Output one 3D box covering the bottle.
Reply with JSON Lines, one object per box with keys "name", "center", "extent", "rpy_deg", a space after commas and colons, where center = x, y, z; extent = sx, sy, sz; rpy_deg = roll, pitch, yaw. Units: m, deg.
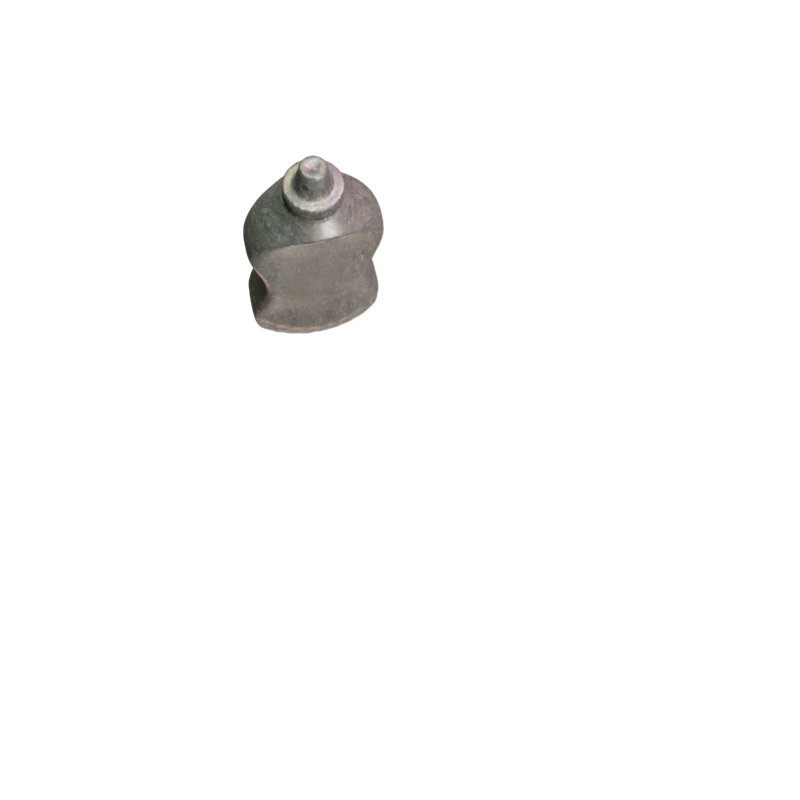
{"name": "bottle", "center": [-0.061, -0.111, 0.772], "extent": [0.095, 0.062, 0.182], "rpy_deg": [-10, -21, -8]}
